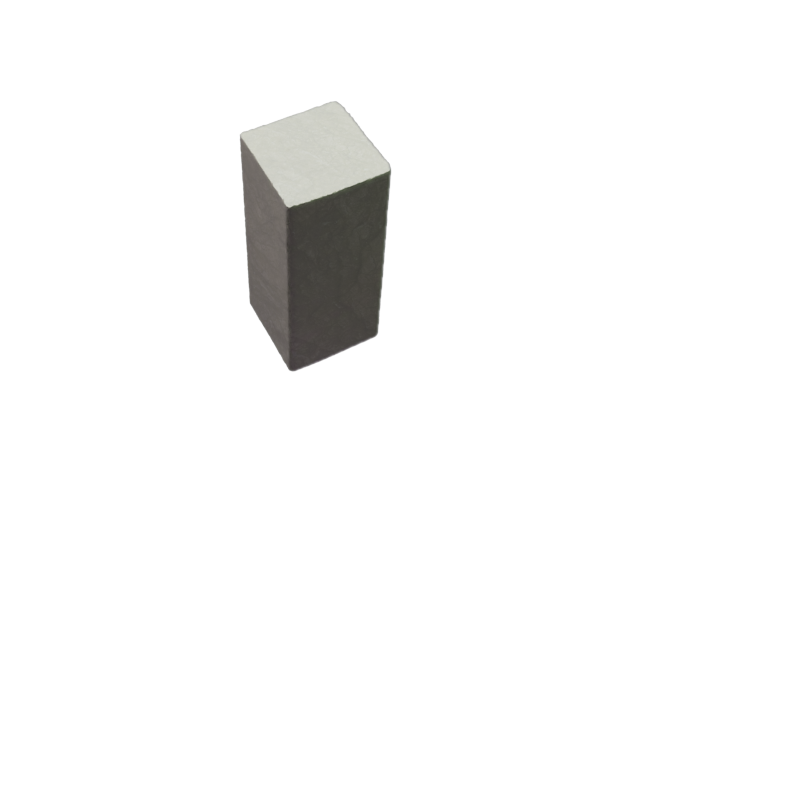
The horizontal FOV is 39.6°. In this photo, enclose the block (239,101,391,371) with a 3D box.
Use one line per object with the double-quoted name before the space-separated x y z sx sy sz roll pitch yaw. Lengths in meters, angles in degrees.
"block" -0.071 -0.131 0.915 0.089 0.098 0.192 -22 -33 -19
